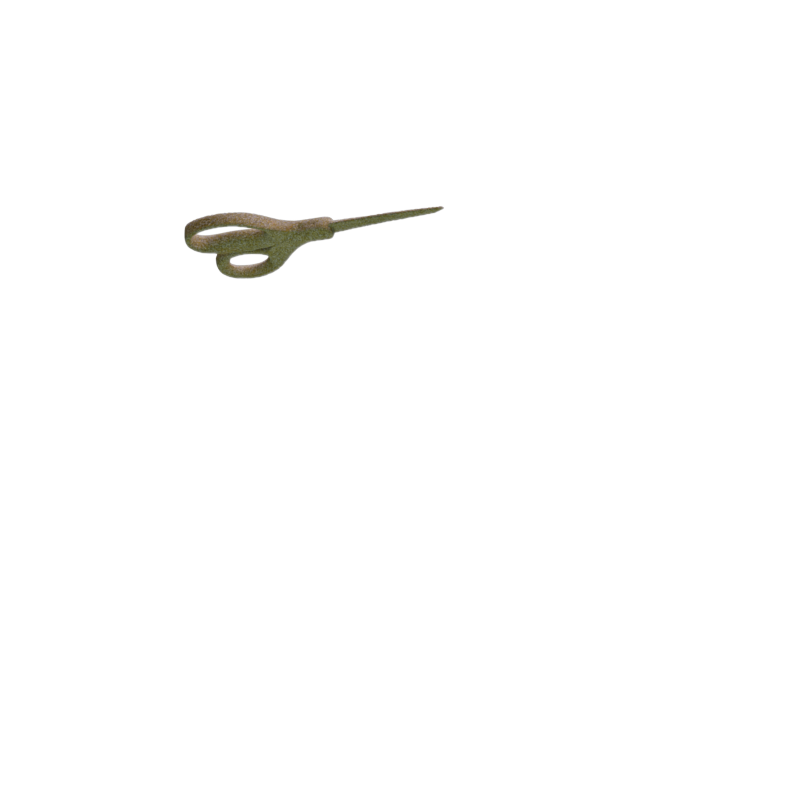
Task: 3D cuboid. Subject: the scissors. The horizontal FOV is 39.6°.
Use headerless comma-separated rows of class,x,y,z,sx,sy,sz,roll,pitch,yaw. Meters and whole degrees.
scissors,-0.069,-0.126,0.880,0.202,0.017,0.090,-1,-24,2
